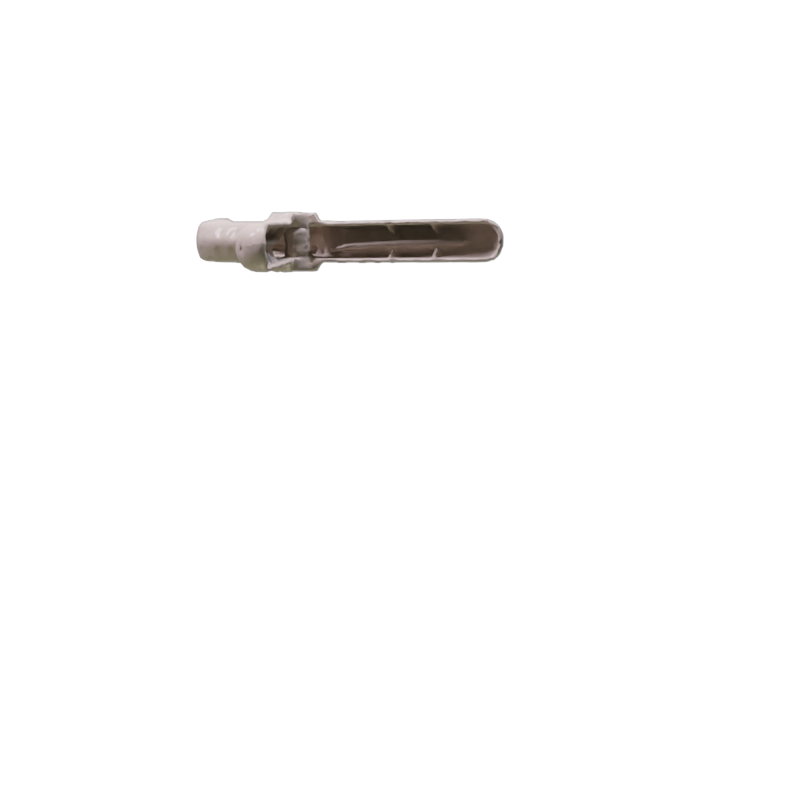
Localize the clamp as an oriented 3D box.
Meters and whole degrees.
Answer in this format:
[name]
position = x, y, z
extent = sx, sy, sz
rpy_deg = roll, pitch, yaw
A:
[clamp]
position = -0.052, -0.095, 0.669
extent = 0.160, 0.036, 0.218
rpy_deg = -4, 10, -27
